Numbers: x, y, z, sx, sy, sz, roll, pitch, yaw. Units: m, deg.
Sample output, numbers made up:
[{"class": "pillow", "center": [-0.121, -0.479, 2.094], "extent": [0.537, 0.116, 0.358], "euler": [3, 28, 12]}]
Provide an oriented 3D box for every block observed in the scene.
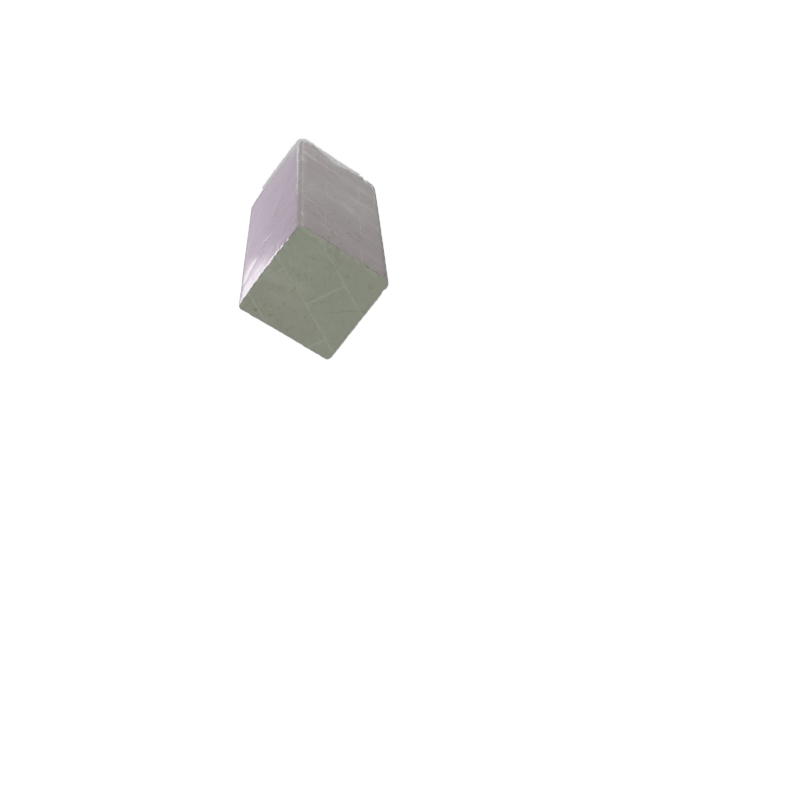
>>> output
[{"class": "block", "center": [-0.076, -0.140, 0.974], "extent": [0.087, 0.088, 0.219], "euler": [31, 23, -19]}]
